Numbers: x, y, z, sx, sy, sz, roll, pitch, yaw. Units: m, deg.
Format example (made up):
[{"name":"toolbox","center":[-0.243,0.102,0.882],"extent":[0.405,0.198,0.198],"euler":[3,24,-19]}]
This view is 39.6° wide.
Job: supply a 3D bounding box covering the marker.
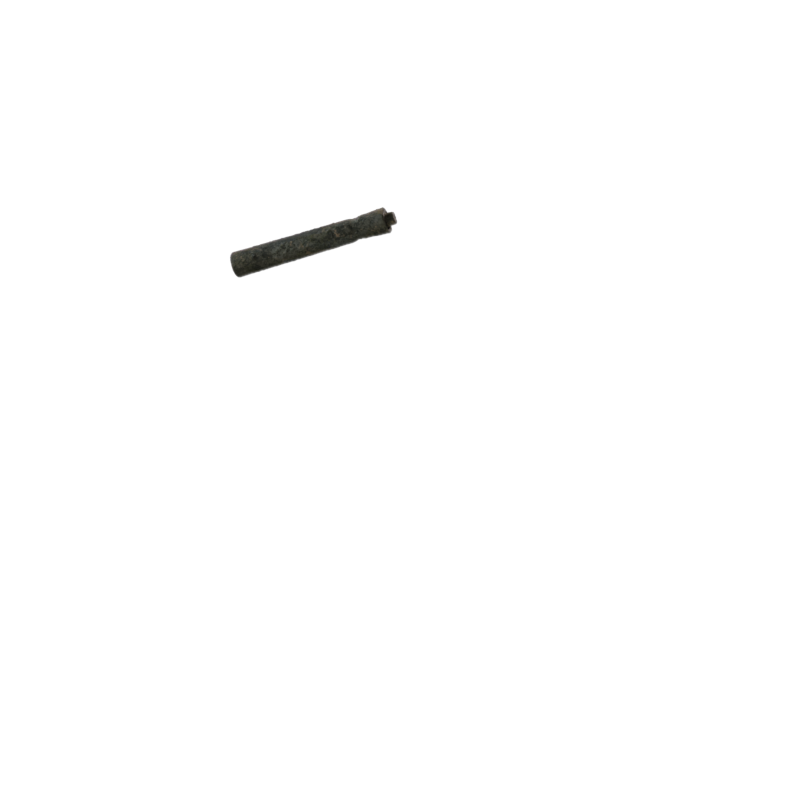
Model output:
[{"name":"marker","center":[-0.061,-0.111,0.775],"extent":[0.122,0.020,0.019],"euler":[-14,0,15]}]
